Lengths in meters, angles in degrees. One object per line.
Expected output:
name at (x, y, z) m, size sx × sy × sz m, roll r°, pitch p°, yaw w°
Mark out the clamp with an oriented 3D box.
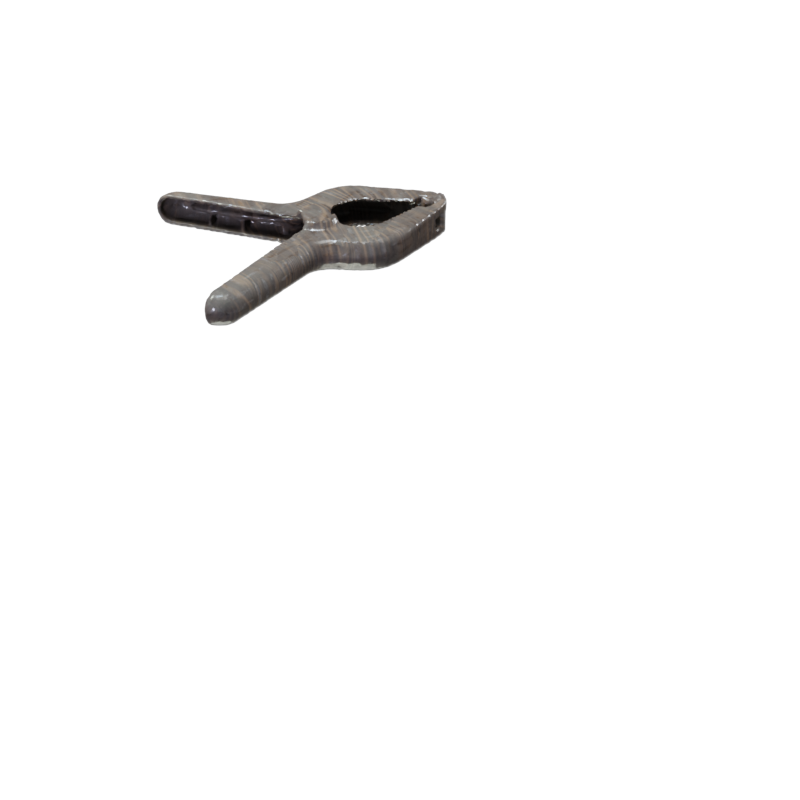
clamp at (-0.062, -0.113, 0.793) m, size 0.208 × 0.034 × 0.177 m, roll -8°, pitch 37°, yaw -11°
